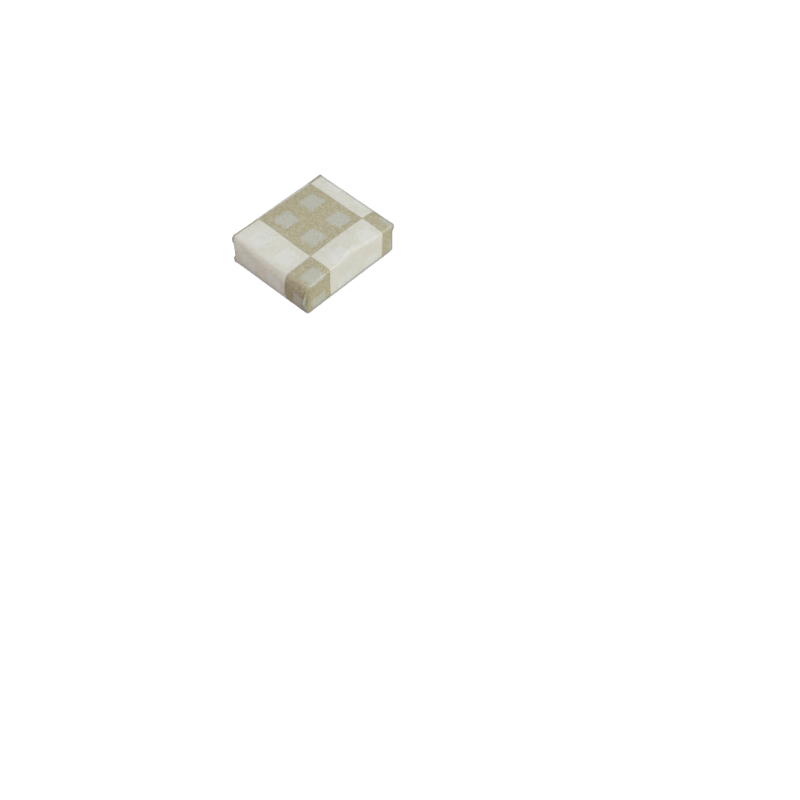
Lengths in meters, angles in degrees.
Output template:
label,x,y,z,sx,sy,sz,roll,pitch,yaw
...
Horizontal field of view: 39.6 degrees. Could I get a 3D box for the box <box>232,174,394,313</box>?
label,x,y,z,sx,sy,sz,roll,pitch,yaw
box,-0.060,-0.110,0.770,0.078,0.028,0.090,36,58,26
